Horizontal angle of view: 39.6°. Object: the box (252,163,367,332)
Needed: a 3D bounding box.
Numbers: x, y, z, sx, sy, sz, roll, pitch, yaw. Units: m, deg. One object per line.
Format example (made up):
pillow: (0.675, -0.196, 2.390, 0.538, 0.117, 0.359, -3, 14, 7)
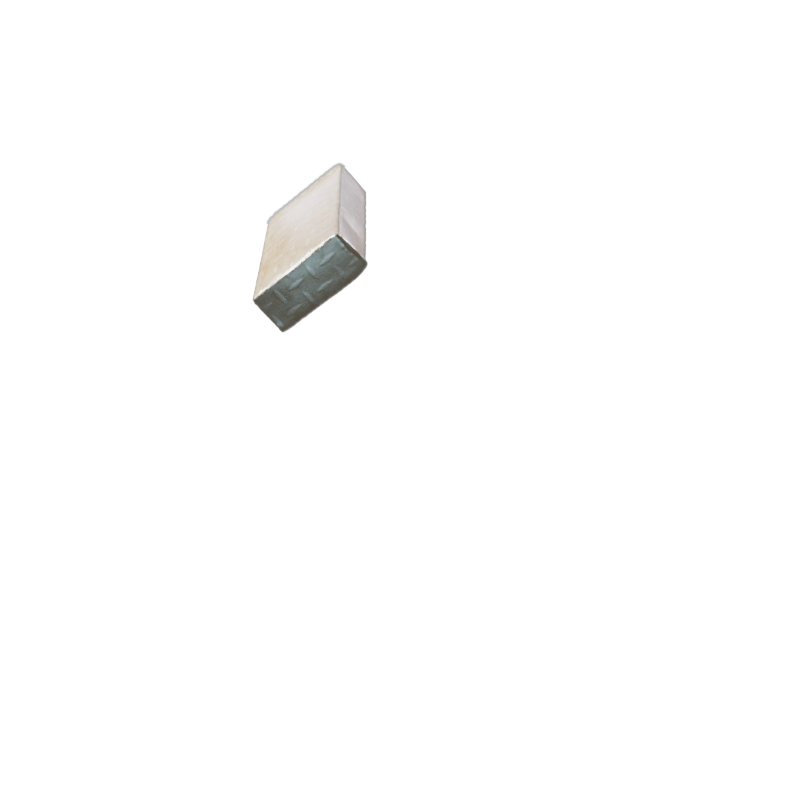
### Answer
box: (-0.075, -0.137, 0.960, 0.093, 0.045, 0.187, -36, 26, 16)
